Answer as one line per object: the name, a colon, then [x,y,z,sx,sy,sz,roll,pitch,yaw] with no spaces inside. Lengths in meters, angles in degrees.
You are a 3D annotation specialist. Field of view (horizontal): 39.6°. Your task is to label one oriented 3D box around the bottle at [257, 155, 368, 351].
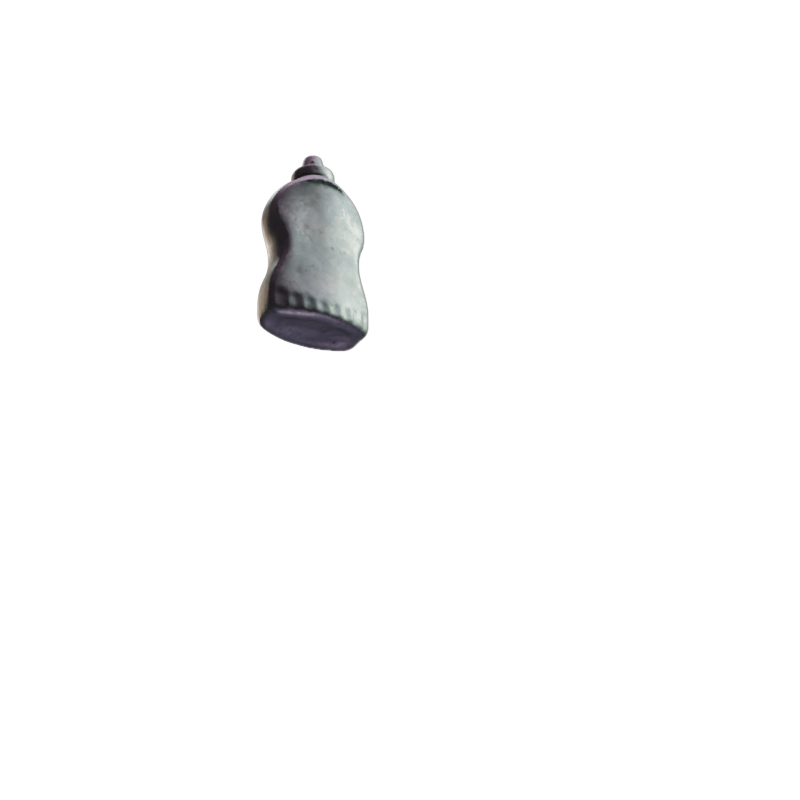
bottle: [-0.078,-0.142,0.995,0.092,0.205,0.057,14,-37,-23]
